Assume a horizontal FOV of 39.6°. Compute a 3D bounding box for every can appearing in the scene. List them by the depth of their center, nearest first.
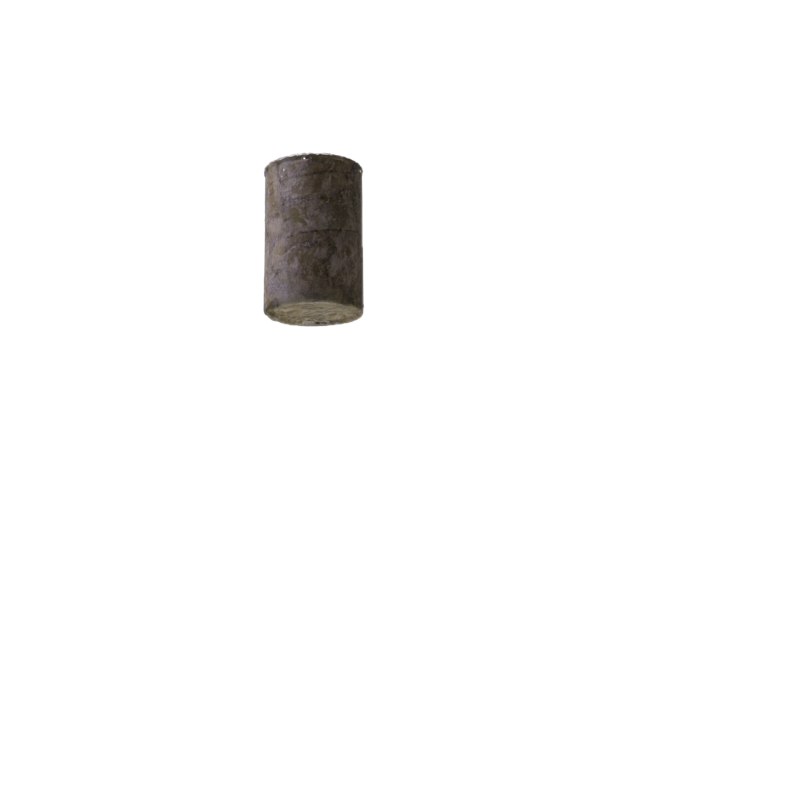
[{"bbox_3d":[-0.058,-0.106,0.744,0.068,0.106,0.066,0,-15,-2],"label":"can"}]
